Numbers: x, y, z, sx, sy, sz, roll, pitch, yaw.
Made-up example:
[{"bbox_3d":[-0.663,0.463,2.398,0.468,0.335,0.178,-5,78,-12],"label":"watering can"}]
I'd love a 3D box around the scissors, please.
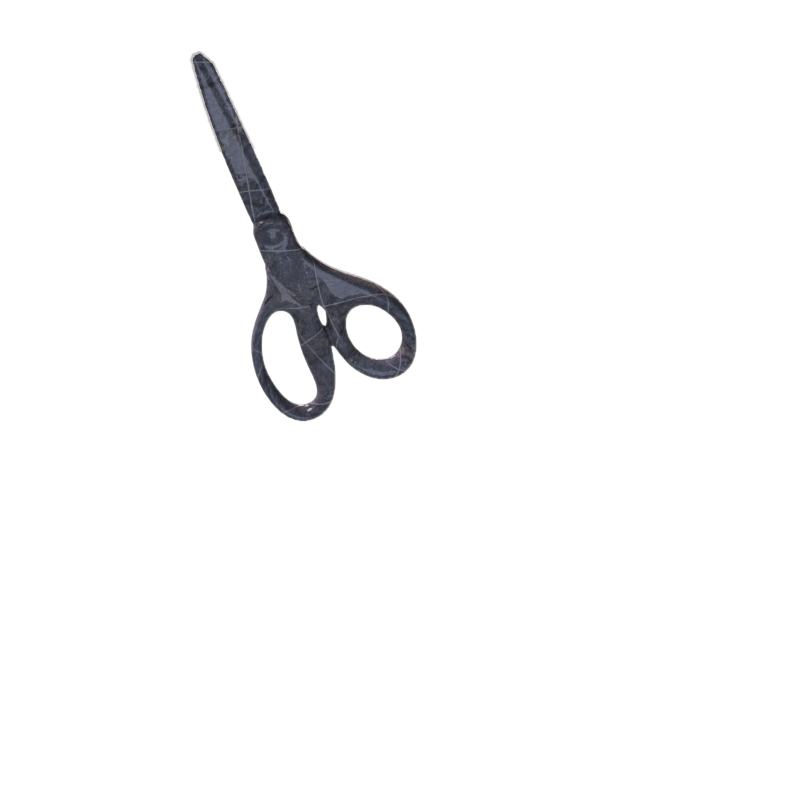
[{"bbox_3d":[-0.044,-0.080,0.560,0.096,0.191,0.017,-4,23,2],"label":"scissors"}]
